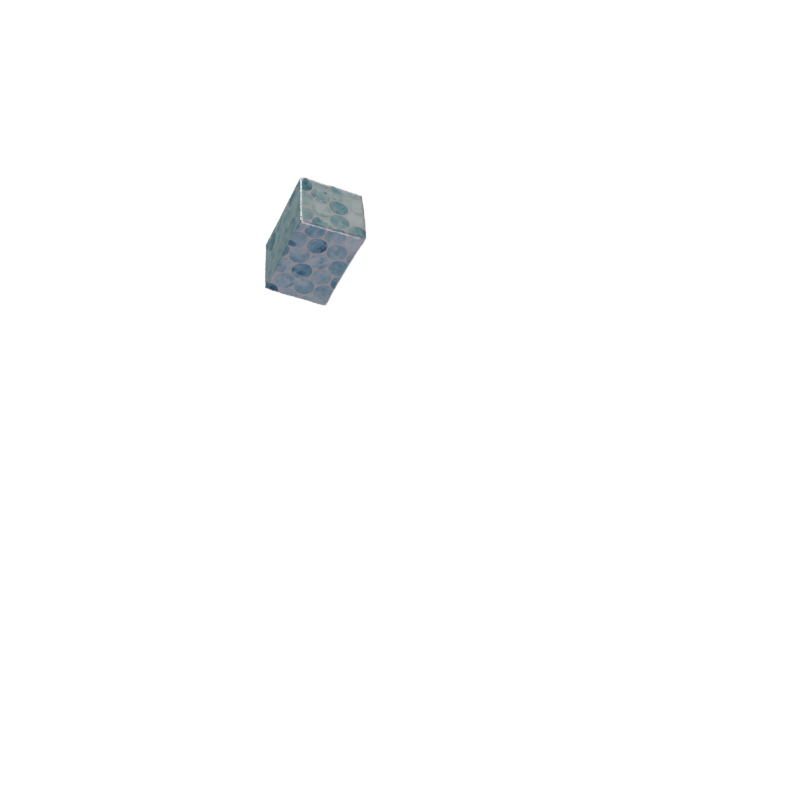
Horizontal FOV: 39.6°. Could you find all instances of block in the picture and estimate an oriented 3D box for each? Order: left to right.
[{"bbox_3d":[-0.066,-0.120,0.839,0.051,0.055,0.075,17,-46,-19],"label":"block"}]
